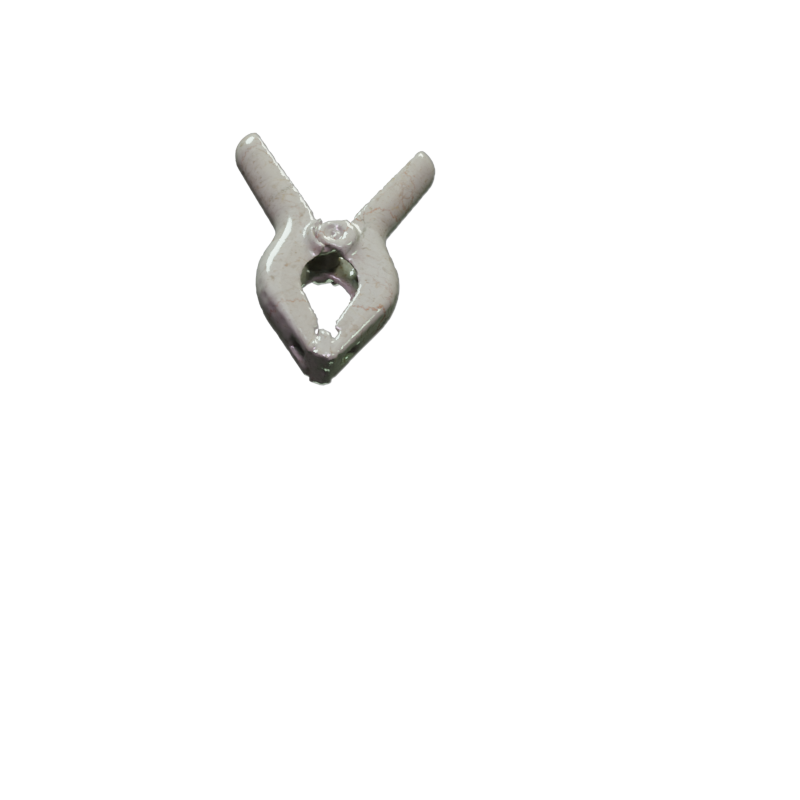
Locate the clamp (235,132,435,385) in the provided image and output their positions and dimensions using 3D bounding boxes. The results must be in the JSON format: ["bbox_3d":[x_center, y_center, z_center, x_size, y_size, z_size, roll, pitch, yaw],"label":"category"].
[{"bbox_3d":[-0.049,-0.090,0.630,0.121,0.182,0.036,8,-40,6],"label":"clamp"}]
